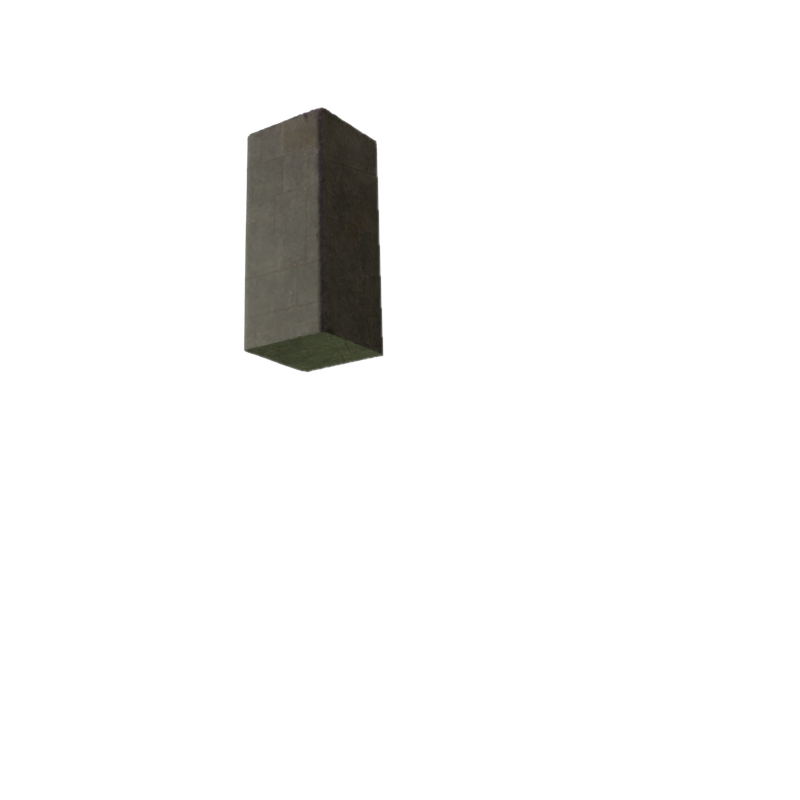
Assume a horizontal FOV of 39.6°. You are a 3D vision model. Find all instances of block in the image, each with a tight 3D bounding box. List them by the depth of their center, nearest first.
[{"bbox_3d":[-0.078,-0.141,0.985,0.092,0.216,0.084,-15,-24,33],"label":"block"}]
